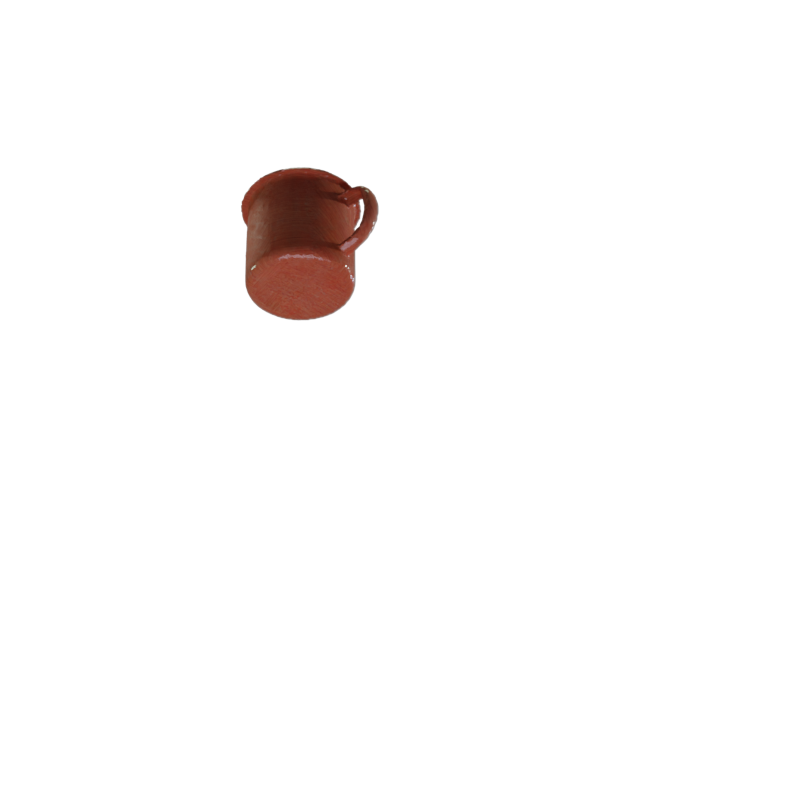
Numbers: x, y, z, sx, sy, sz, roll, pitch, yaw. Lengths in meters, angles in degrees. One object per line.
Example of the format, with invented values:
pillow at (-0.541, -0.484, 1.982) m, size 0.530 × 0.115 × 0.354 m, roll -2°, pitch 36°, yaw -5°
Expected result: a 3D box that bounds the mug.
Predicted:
mug at (-0.065, -0.118, 0.829) m, size 0.117 × 0.087 × 0.086 m, roll -24°, pitch -43°, yaw 26°
